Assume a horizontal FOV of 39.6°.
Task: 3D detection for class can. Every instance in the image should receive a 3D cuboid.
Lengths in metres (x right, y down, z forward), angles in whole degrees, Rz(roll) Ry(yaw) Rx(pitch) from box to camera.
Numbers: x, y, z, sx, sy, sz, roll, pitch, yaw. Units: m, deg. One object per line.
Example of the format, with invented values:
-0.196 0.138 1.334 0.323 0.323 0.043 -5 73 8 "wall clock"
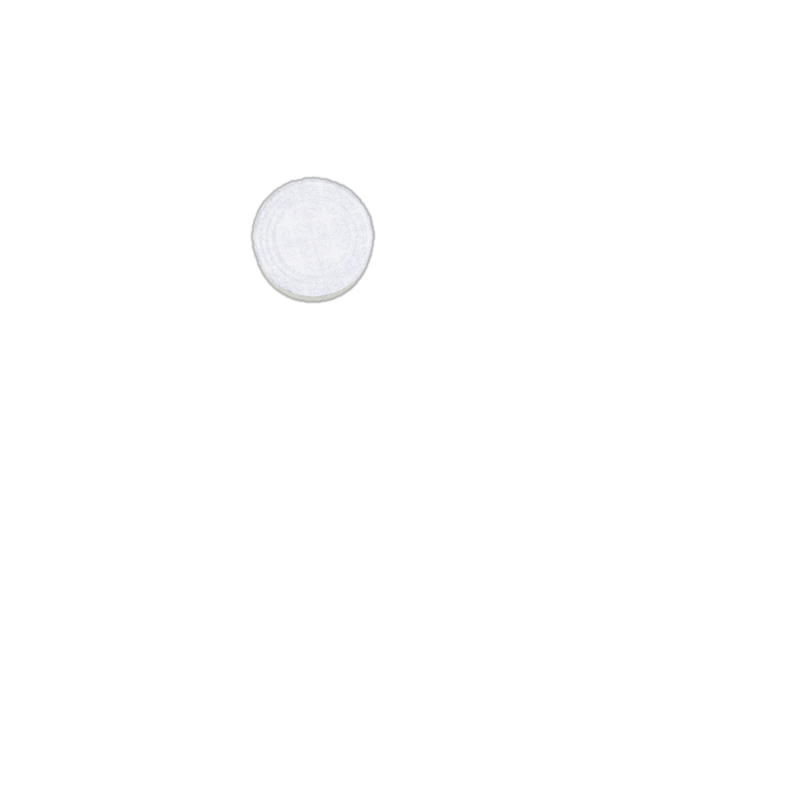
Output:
-0.062 -0.114 0.797 0.086 0.089 0.033 0 -12 -1 "can"
